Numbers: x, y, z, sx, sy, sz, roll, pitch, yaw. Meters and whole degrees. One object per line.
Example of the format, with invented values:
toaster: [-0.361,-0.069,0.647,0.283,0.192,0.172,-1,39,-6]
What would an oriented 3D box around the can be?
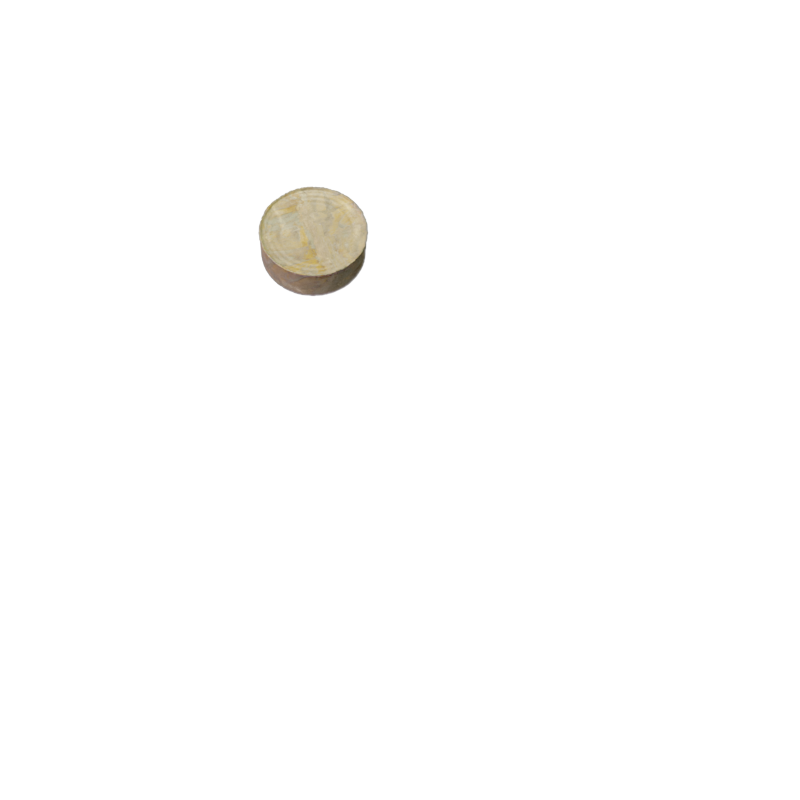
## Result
can: [-0.069,-0.126,0.881,0.086,0.092,0.031,-1,-32,-1]
